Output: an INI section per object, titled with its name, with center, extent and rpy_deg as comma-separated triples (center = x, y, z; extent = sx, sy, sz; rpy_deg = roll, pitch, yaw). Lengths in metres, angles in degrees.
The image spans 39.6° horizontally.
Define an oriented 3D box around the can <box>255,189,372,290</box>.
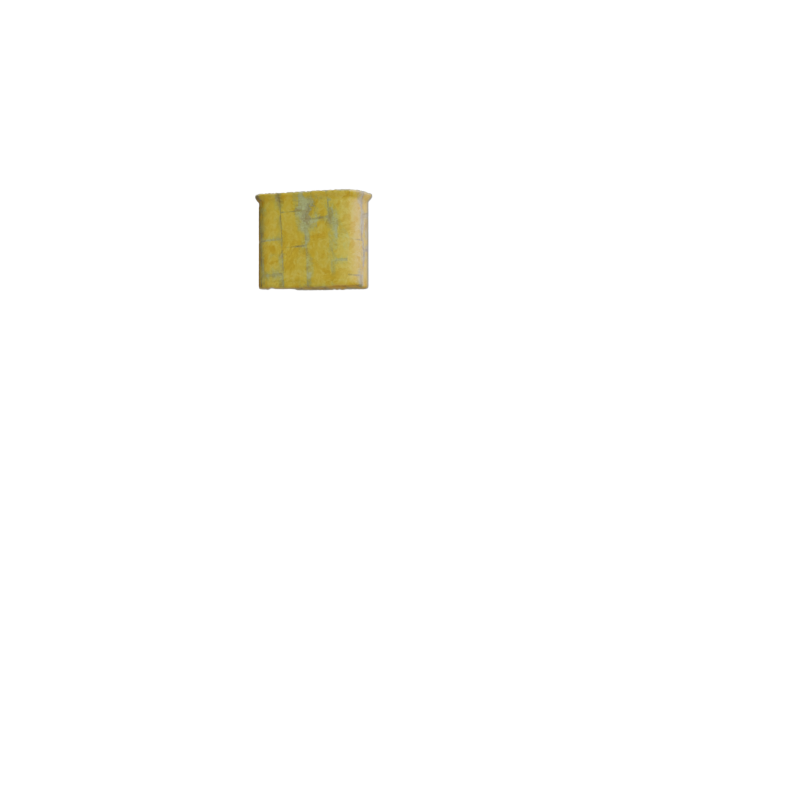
[can]
center = -0.076, -0.140, 0.978
extent = 0.105, 0.085, 0.055
rpy_deg = 0, -3, 23
